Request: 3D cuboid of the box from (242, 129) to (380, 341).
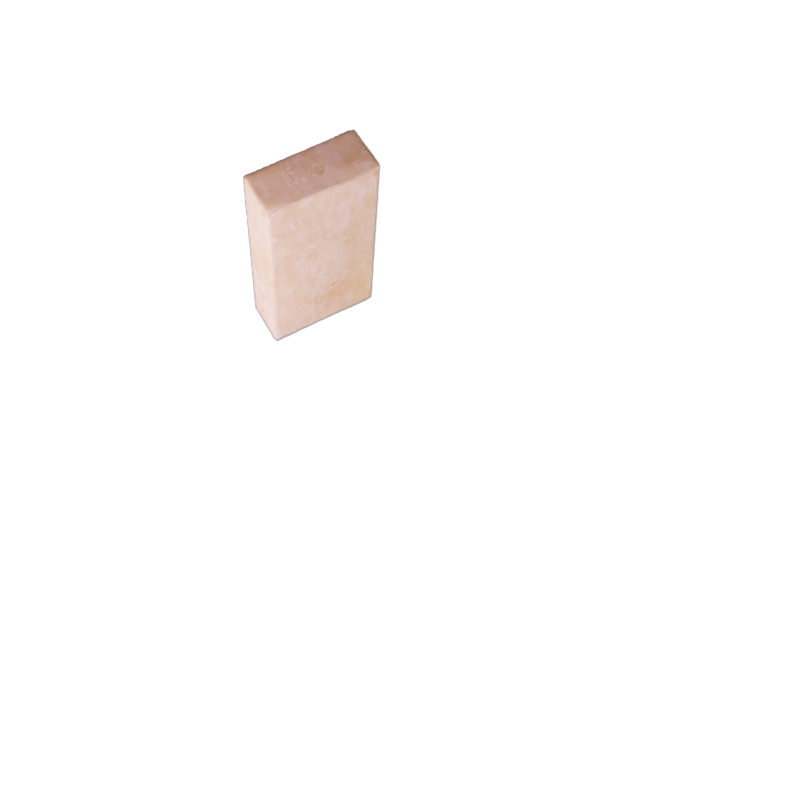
[{"bbox_3d":[-0.066,-0.120,0.842,0.093,0.051,0.166,-26,-22,-16],"label":"box"}]
